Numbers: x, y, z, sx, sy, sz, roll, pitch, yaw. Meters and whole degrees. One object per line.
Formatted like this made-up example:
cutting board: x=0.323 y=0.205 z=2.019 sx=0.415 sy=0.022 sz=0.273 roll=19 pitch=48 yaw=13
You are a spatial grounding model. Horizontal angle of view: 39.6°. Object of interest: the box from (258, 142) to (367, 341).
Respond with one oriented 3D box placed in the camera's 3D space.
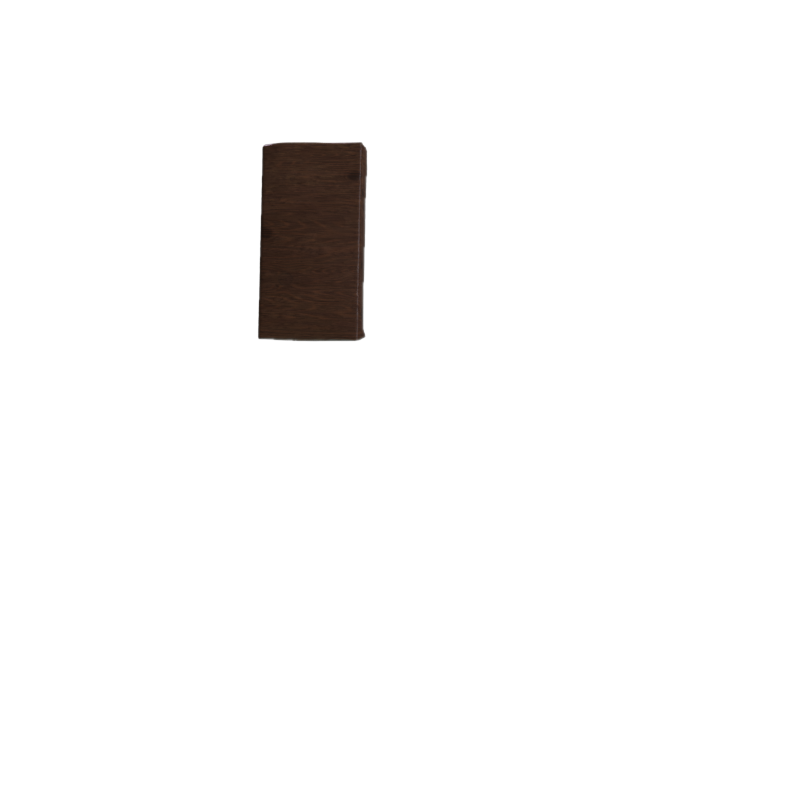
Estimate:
box: x=-0.078 y=-0.142 z=0.993 sx=0.094 sy=0.177 sz=0.047 roll=0 pitch=-2 yaw=8
